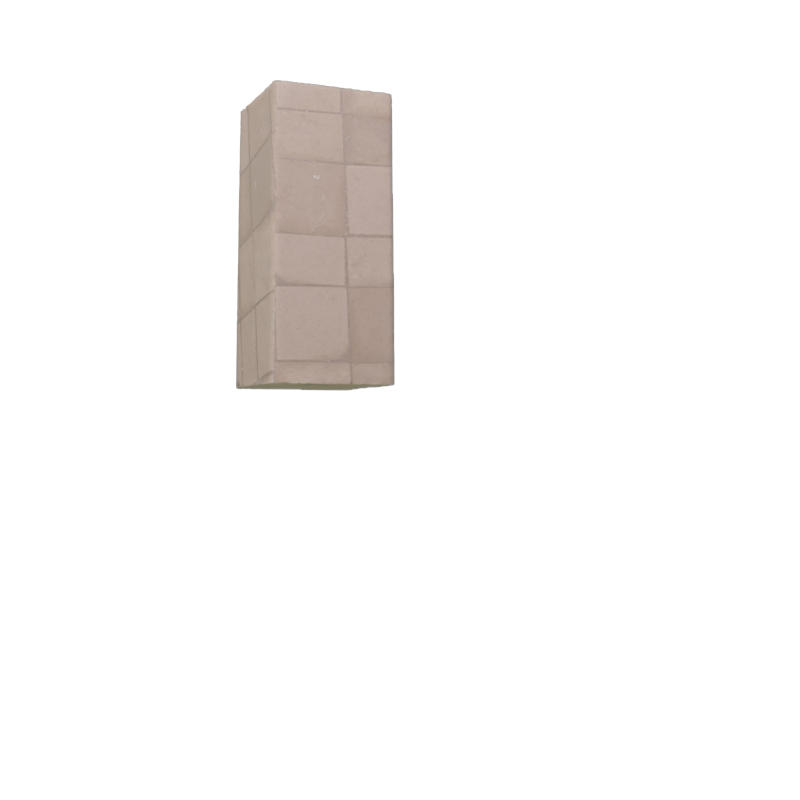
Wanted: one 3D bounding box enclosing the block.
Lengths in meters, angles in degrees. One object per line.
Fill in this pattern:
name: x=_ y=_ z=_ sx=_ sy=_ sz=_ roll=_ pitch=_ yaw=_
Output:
block: x=-0.062 y=-0.113 z=0.792 sx=0.088 sy=0.211 sz=0.091 roll=3 pitch=-9 yaw=-22
